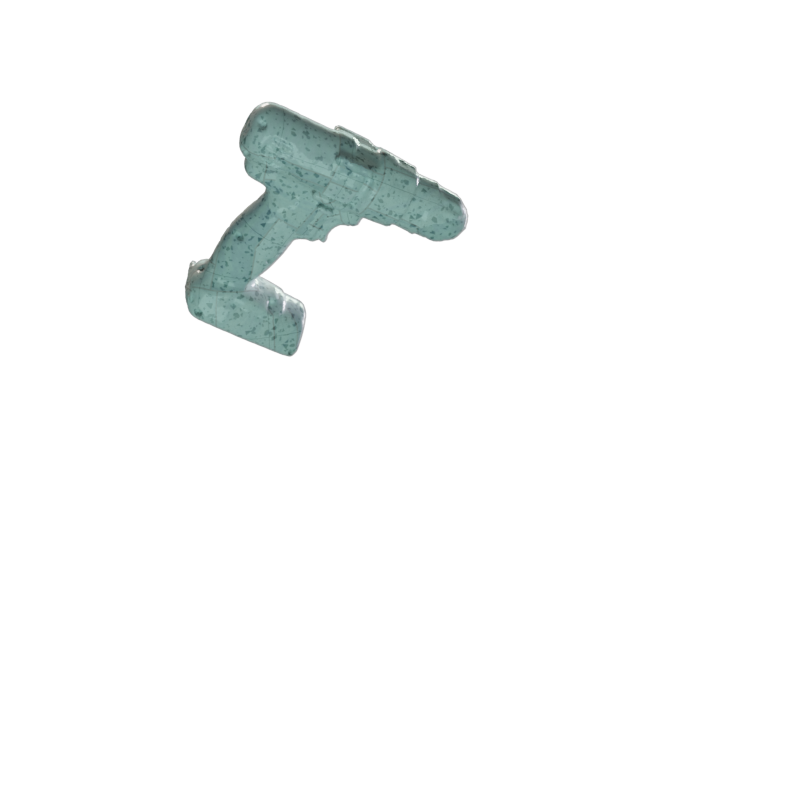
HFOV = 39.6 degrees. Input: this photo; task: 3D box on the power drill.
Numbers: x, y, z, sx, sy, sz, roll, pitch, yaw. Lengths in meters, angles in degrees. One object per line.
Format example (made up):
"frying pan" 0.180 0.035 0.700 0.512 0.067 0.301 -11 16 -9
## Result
"power drill" -0.066 -0.121 0.845 0.178 0.182 0.061 25 32 -18
